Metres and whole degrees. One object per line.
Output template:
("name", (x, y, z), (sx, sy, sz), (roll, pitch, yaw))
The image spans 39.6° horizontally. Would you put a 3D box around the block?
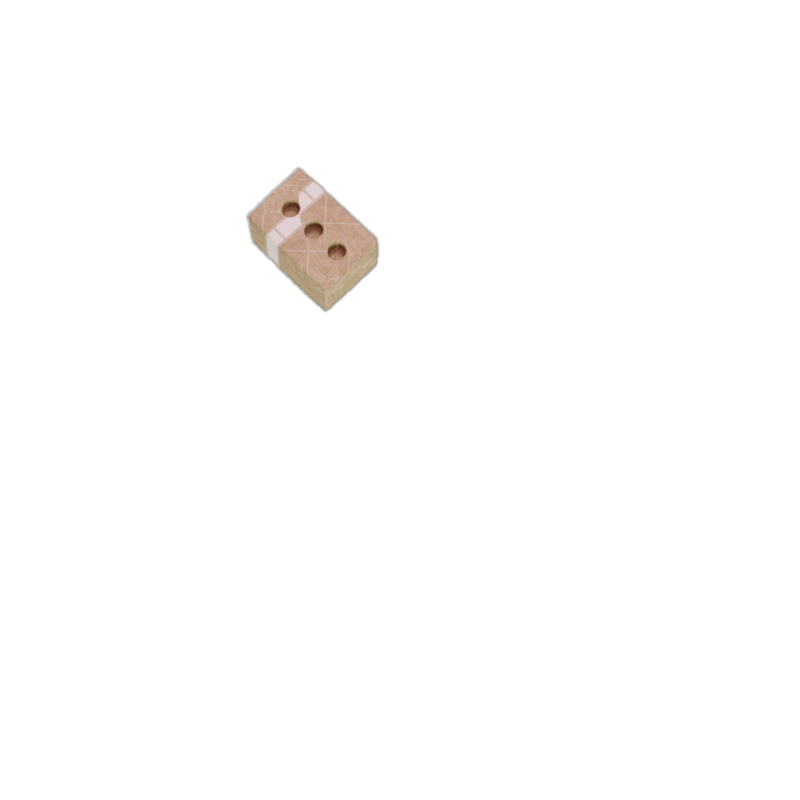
("block", (-0.060, -0.110, 0.769), (0.081, 0.053, 0.049), (43, -13, 11))
